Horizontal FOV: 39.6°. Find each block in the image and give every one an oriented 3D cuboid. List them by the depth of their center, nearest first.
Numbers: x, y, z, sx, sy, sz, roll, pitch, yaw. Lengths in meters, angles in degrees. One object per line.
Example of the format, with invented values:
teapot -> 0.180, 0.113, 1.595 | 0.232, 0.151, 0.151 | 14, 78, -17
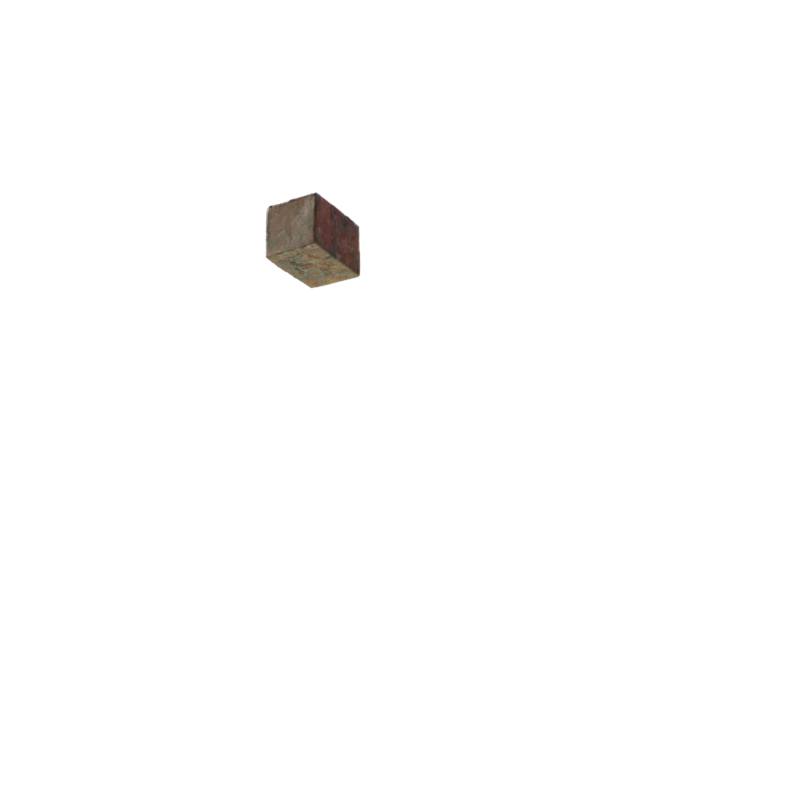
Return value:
block -> -0.076, -0.139, 0.971 | 0.054, 0.054, 0.073 | -13, -25, 26
